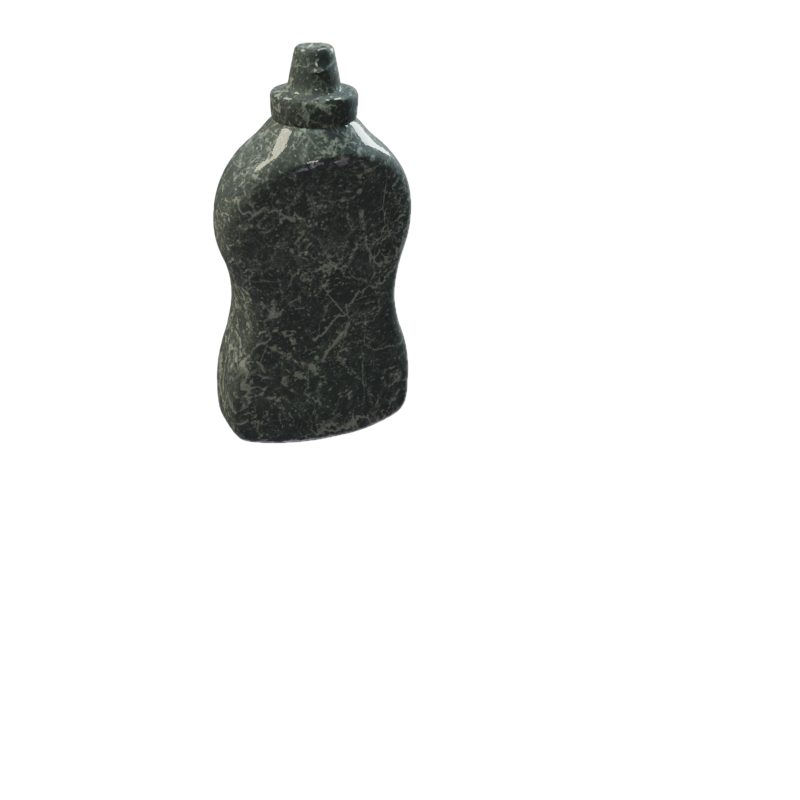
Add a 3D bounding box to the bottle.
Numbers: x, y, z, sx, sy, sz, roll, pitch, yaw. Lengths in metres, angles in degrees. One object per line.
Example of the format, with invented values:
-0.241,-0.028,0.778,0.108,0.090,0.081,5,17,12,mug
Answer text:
-0.042,-0.077,0.538,0.094,0.183,0.062,-7,24,-20,bottle
